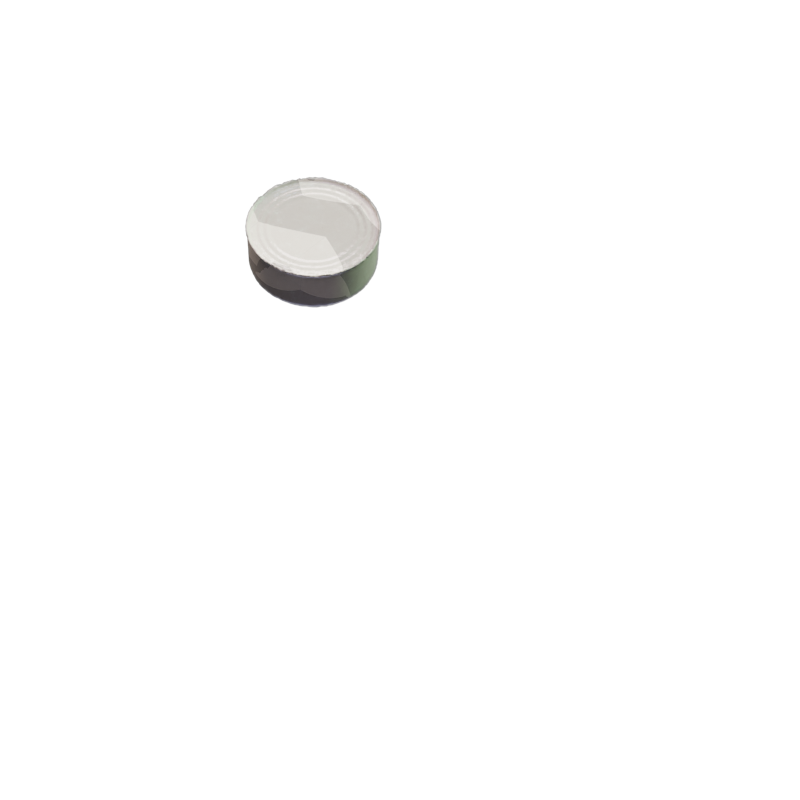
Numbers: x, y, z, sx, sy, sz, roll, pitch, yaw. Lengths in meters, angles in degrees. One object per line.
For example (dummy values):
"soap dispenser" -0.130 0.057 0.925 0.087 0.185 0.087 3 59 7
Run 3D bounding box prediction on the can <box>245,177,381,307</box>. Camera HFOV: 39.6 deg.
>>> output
"can" -0.056 -0.102 0.711 0.086 0.092 0.031 -1 -39 -1
